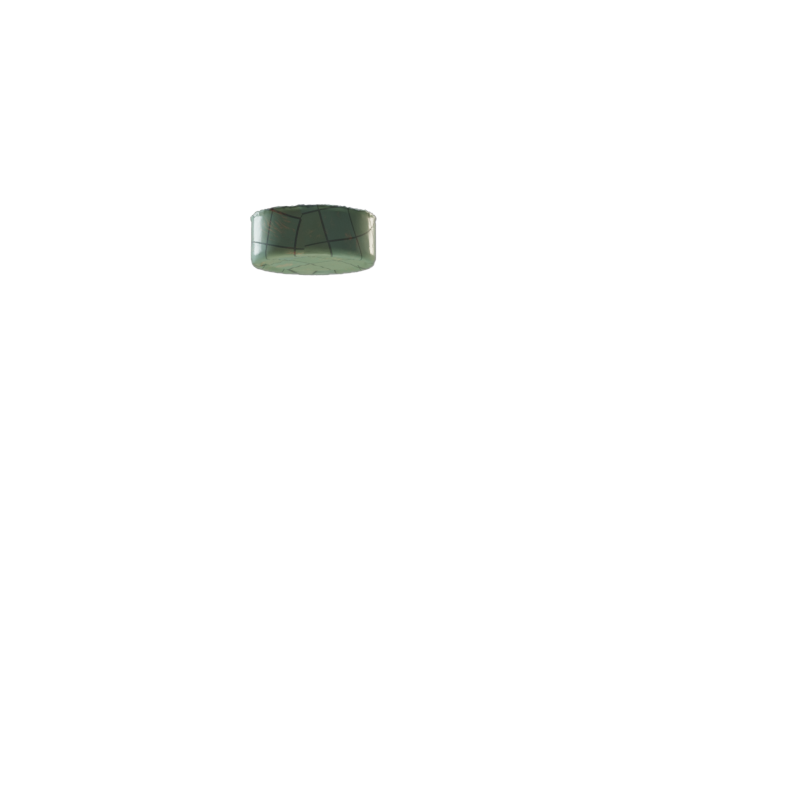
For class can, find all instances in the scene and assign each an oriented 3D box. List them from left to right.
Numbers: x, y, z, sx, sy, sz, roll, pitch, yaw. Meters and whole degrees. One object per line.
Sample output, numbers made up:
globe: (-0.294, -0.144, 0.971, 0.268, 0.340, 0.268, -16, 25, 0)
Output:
can: (-0.059, -0.107, 0.749, 0.086, 0.034, 0.085, 0, -4, -2)
